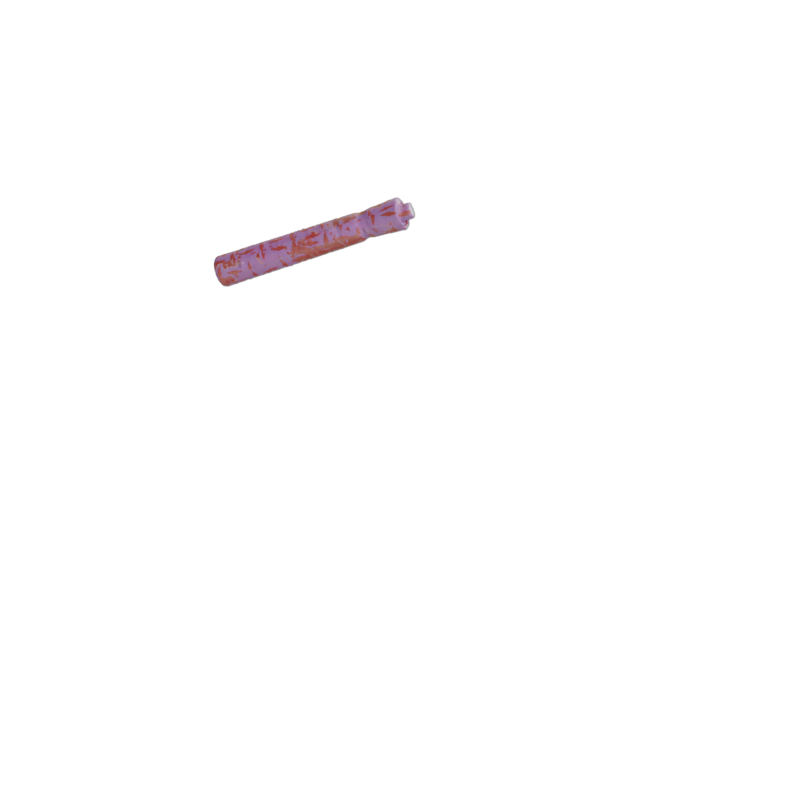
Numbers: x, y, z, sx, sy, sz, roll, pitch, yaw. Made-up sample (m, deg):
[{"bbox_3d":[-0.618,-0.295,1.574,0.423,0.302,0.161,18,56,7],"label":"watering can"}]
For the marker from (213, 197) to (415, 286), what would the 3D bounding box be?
[{"bbox_3d":[-0.049,-0.089,0.624,0.122,0.020,0.019,-15,-1,21],"label":"marker"}]
